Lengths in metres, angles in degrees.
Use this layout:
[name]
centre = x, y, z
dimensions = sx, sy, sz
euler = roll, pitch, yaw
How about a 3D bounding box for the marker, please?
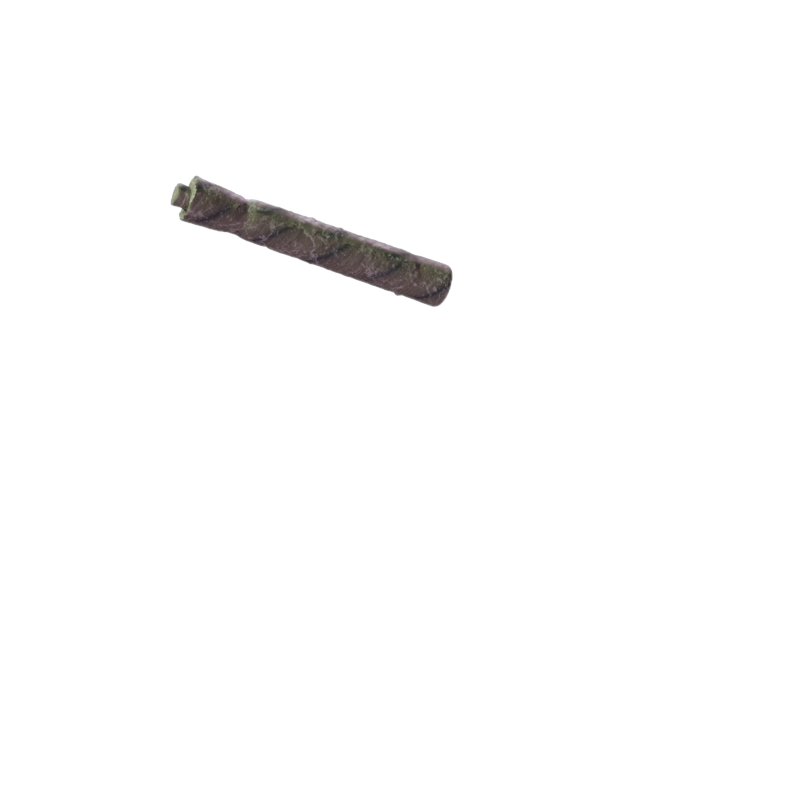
[marker]
centre = -0.035, -0.065, 0.453
dimensions = 0.117, 0.020, 0.020
euler = 17, -2, -17
